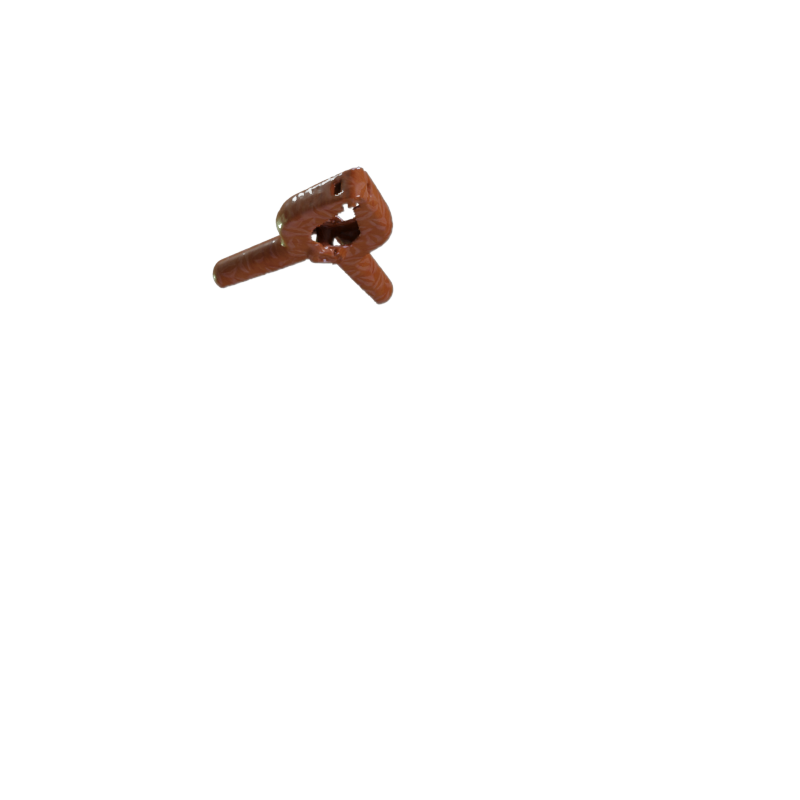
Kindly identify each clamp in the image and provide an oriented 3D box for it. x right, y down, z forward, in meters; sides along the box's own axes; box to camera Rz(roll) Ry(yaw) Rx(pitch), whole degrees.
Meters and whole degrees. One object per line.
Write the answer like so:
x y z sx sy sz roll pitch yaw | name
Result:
-0.072 -0.132 0.925 0.163 0.038 0.202 3 -19 -8 | clamp
